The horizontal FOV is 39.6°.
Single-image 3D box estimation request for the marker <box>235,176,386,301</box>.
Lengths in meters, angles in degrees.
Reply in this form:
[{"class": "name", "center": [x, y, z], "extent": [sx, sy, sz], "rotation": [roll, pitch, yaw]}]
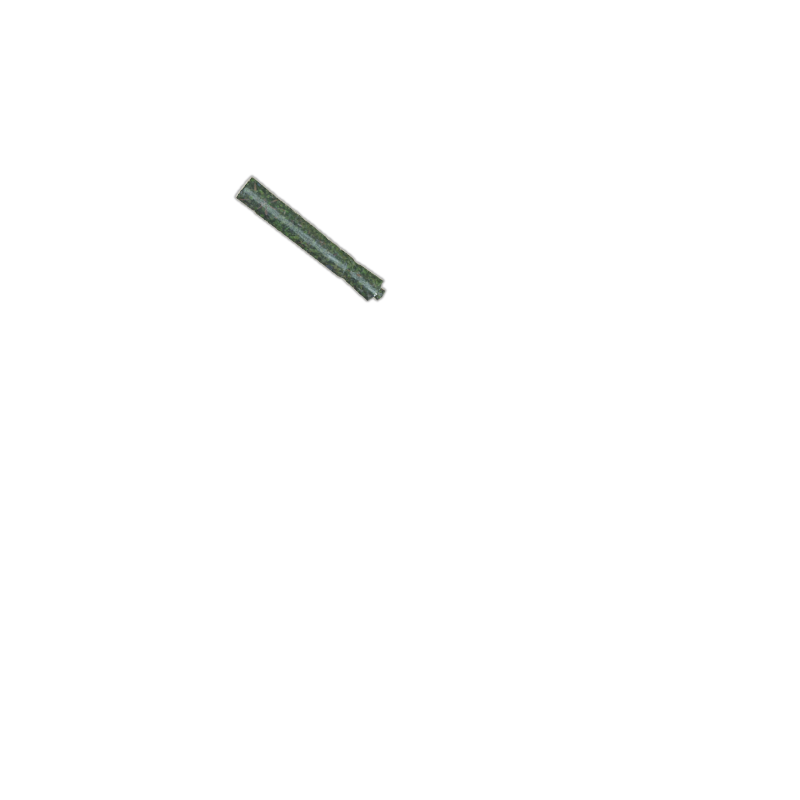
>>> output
[{"class": "marker", "center": [-0.059, -0.108, 0.754], "extent": [0.119, 0.020, 0.020], "rotation": [38, -3, -7]}]
